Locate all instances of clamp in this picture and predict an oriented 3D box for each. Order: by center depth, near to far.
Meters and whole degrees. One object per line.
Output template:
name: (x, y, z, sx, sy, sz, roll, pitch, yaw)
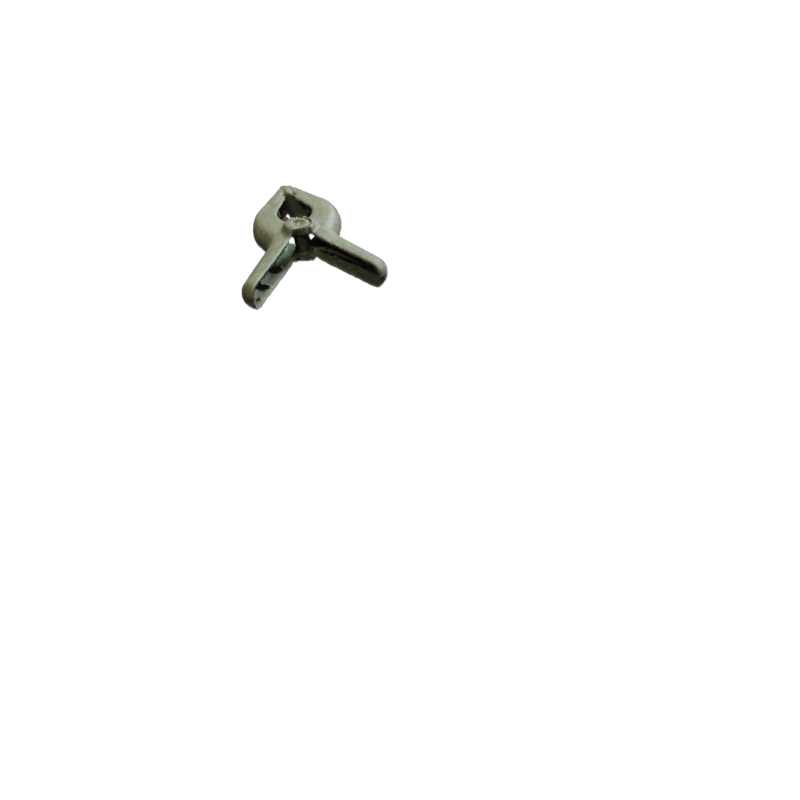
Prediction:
clamp: (-0.075, -0.138, 0.964, 0.120, 0.037, 0.184, -2, 39, -3)
